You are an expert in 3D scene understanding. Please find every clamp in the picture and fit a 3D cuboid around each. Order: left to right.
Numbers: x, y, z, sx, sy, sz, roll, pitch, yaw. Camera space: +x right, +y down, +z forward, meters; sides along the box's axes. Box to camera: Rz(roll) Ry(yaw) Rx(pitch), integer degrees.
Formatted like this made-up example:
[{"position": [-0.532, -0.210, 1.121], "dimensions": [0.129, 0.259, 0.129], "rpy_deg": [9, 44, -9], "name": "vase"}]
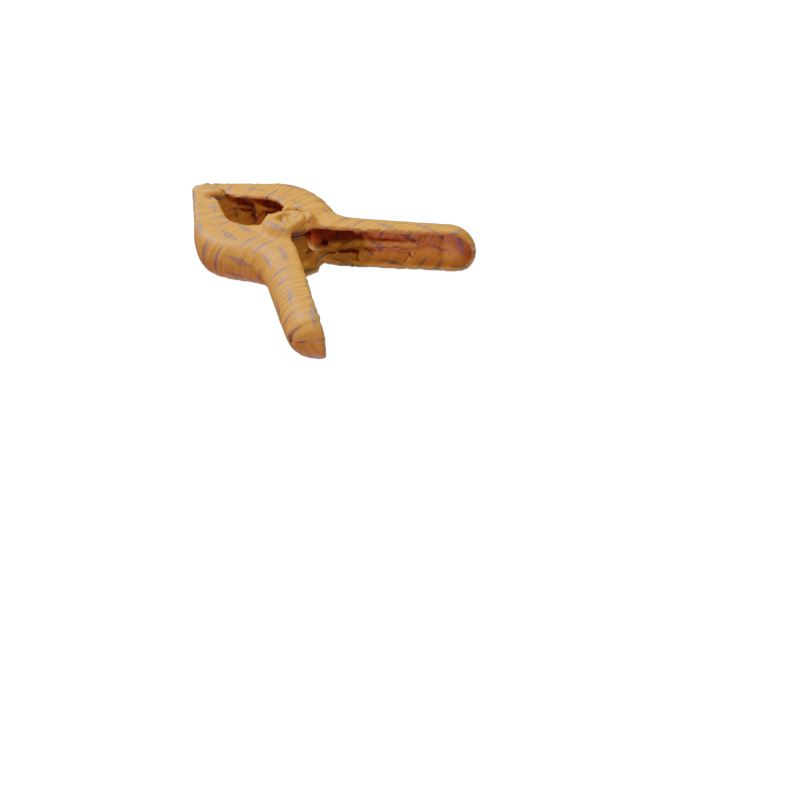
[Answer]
[{"position": [-0.047, -0.086, 0.602], "dimensions": [0.119, 0.037, 0.184], "rpy_deg": [-21, 40, -29], "name": "clamp"}]
